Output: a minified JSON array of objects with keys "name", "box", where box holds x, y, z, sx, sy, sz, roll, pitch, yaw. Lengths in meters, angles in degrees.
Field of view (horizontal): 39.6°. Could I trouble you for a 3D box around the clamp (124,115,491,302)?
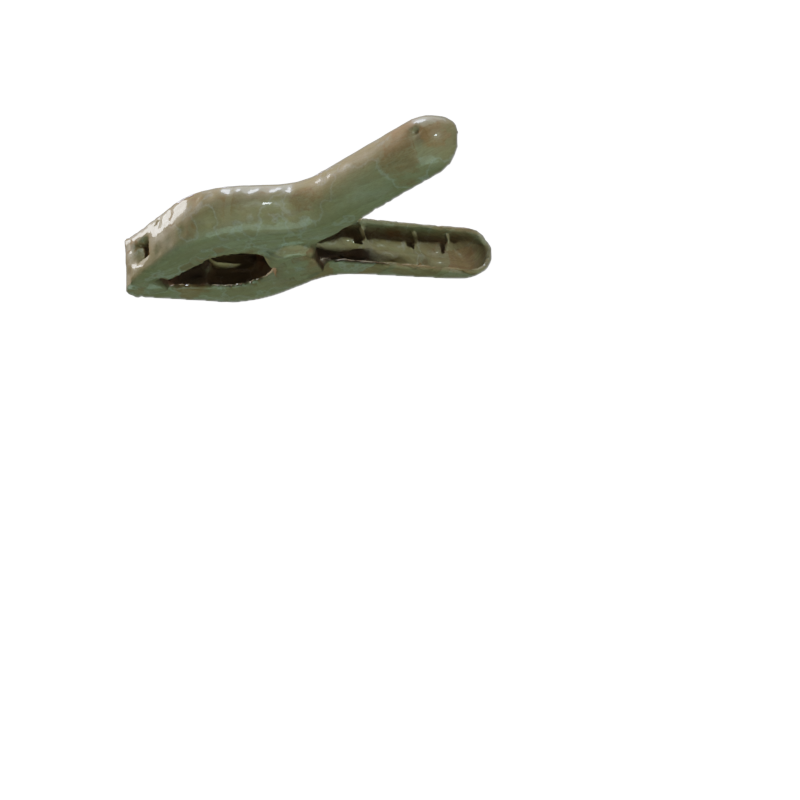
[{"name":"clamp","box":[-0.040,-0.073,0.511,0.174,0.042,0.111,-11,-30,19]}]
